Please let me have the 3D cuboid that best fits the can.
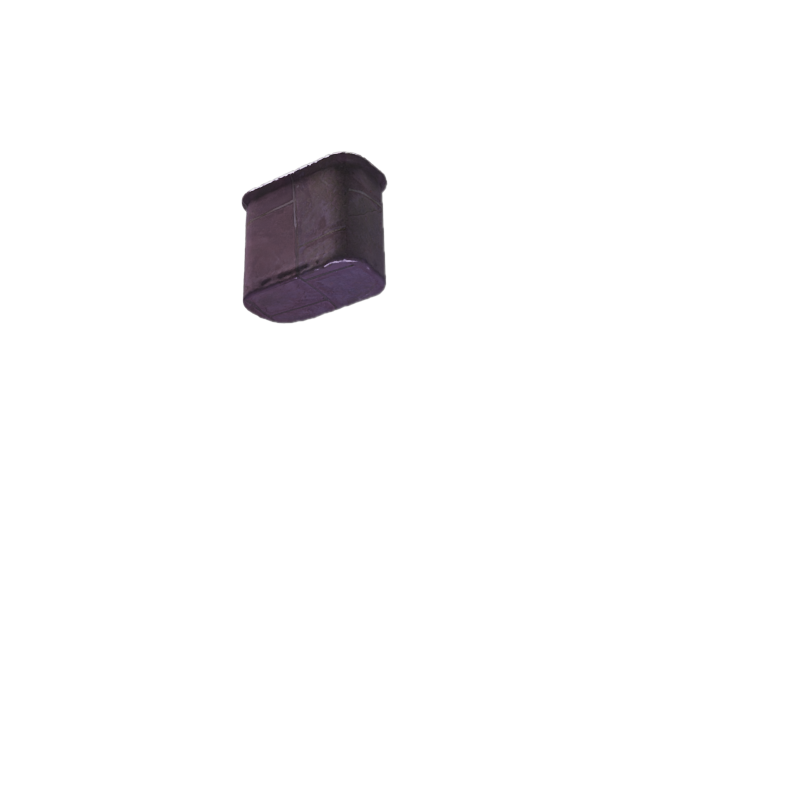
[{"bbox_3d":[-0.058,-0.106,0.742,0.103,0.089,0.053,-19,-34,29],"label":"can"}]
